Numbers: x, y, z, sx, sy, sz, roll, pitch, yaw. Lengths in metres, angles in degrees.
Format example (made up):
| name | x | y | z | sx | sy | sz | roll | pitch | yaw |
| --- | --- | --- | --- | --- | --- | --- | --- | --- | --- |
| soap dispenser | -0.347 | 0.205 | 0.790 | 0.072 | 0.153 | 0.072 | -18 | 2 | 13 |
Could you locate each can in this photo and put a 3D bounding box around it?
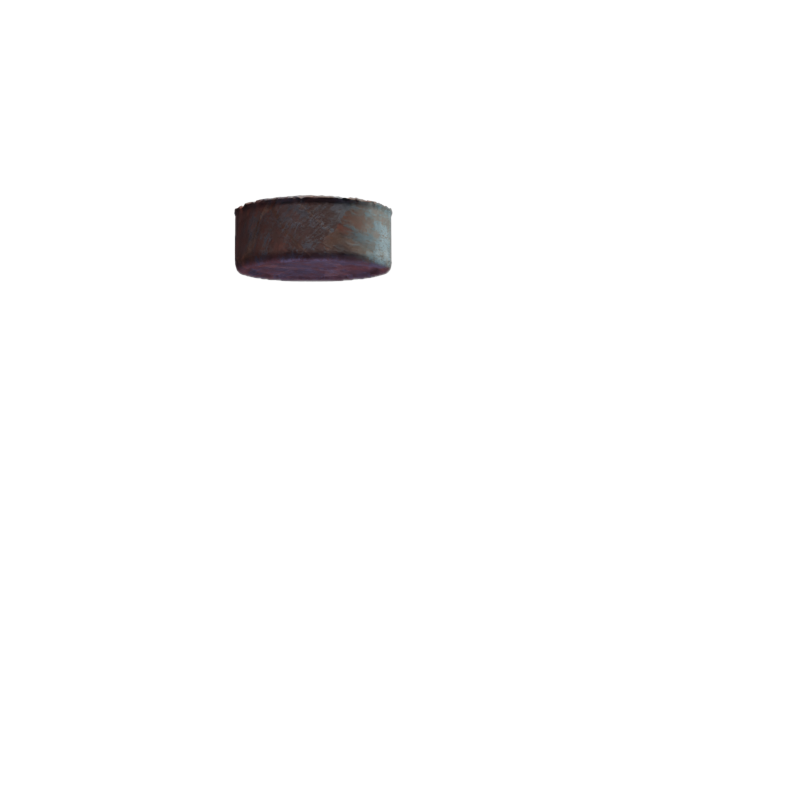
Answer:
| name | x | y | z | sx | sy | sz | roll | pitch | yaw |
| --- | --- | --- | --- | --- | --- | --- | --- | --- | --- |
| can | -0.047 | -0.085 | 0.599 | 0.086 | 0.034 | 0.085 | 0 | -3 | -2 |
